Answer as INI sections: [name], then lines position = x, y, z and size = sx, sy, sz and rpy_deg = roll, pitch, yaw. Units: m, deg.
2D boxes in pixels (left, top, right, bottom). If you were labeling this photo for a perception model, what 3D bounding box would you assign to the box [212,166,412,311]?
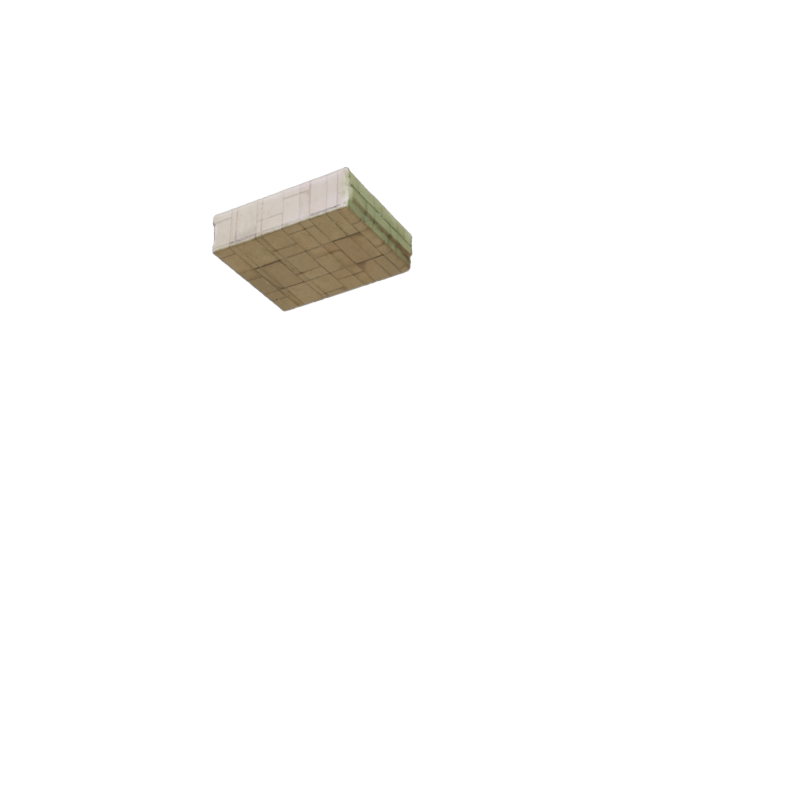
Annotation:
[box]
position = -0.048, -0.089, 0.620
size = 0.090, 0.032, 0.068
rpy_deg = -16, -33, 26
